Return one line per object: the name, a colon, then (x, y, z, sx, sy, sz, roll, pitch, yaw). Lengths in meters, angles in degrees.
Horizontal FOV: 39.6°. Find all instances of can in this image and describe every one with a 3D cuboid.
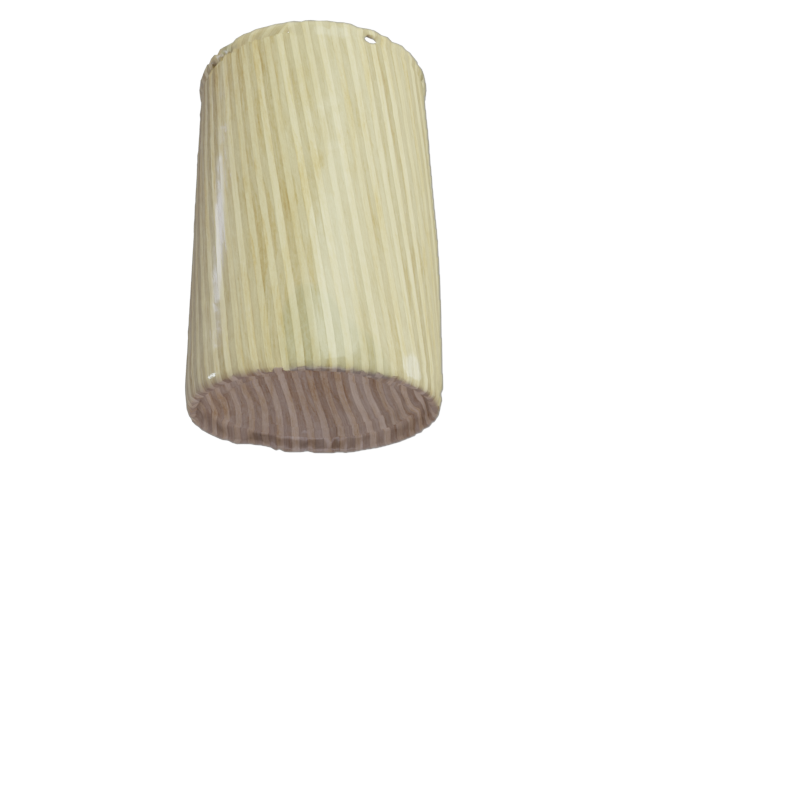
can: (-0.024, -0.044, 0.308, 0.068, 0.108, 0.065, 0, -25, -2)
